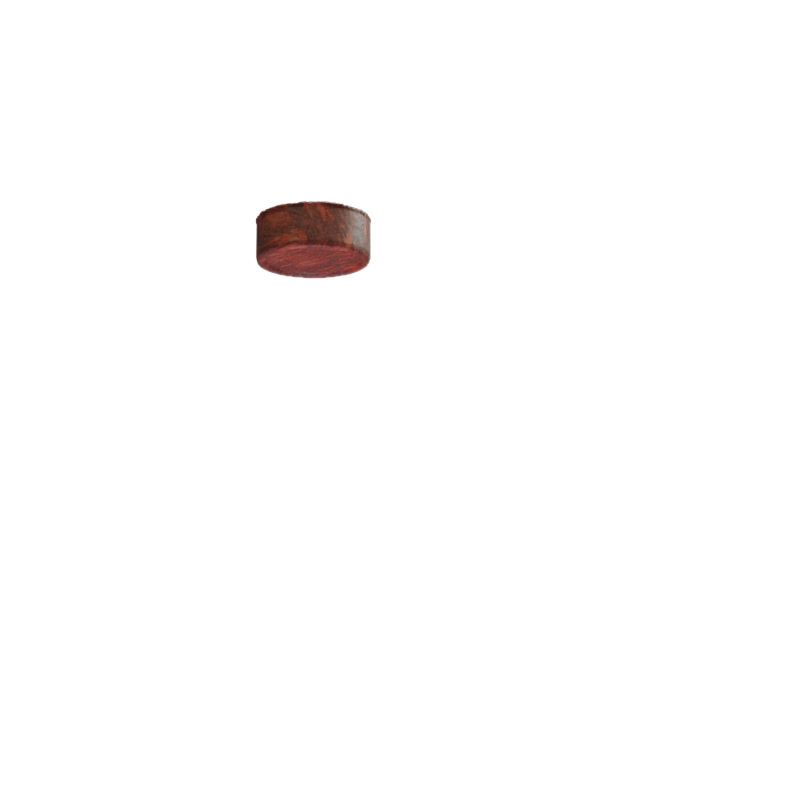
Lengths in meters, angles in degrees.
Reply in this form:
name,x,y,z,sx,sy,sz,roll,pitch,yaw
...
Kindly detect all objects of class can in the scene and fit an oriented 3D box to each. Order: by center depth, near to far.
name,x,y,z,sx,sy,sz,roll,pitch,yaw
can,-0.064,-0.117,0.819,0.086,0.035,0.083,0,-11,-2
